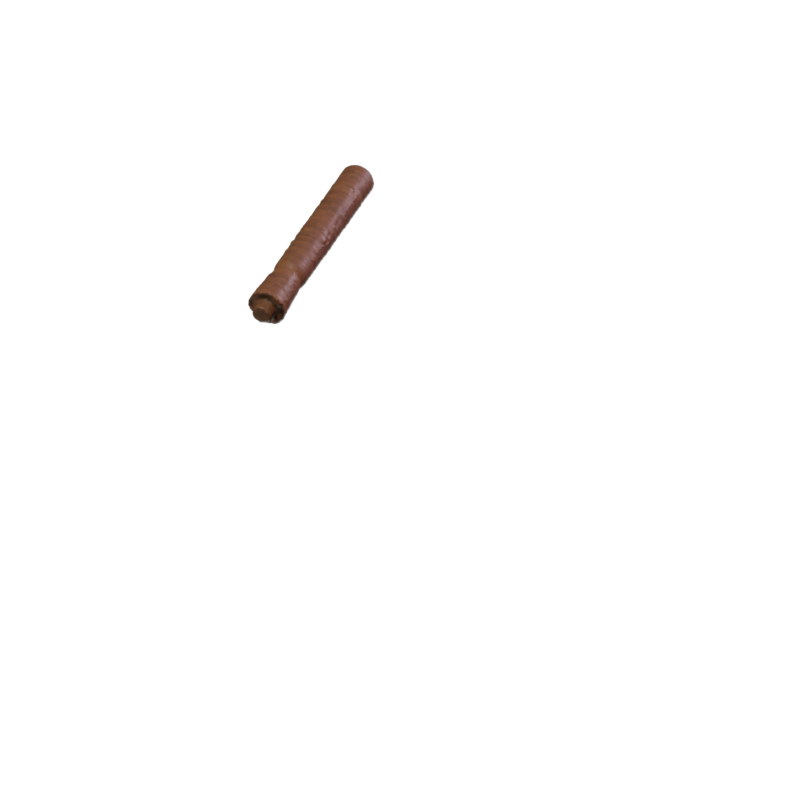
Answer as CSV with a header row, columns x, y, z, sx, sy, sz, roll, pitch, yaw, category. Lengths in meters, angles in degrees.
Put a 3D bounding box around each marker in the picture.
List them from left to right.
x,y,z,sx,sy,sz,roll,pitch,yaw,category
-0.043,-0.079,0.552,0.020,0.018,0.126,1,40,25,marker
